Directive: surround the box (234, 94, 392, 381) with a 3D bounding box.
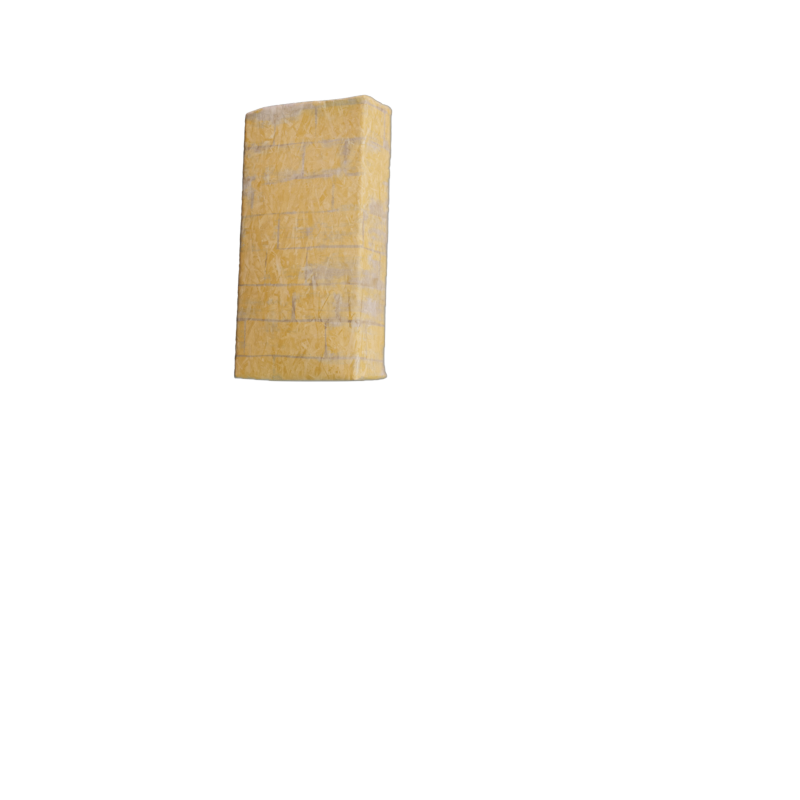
[{"bbox_3d":[-0.055,-0.101,0.705,0.096,0.179,0.046,-3,-6,29],"label":"box"}]
